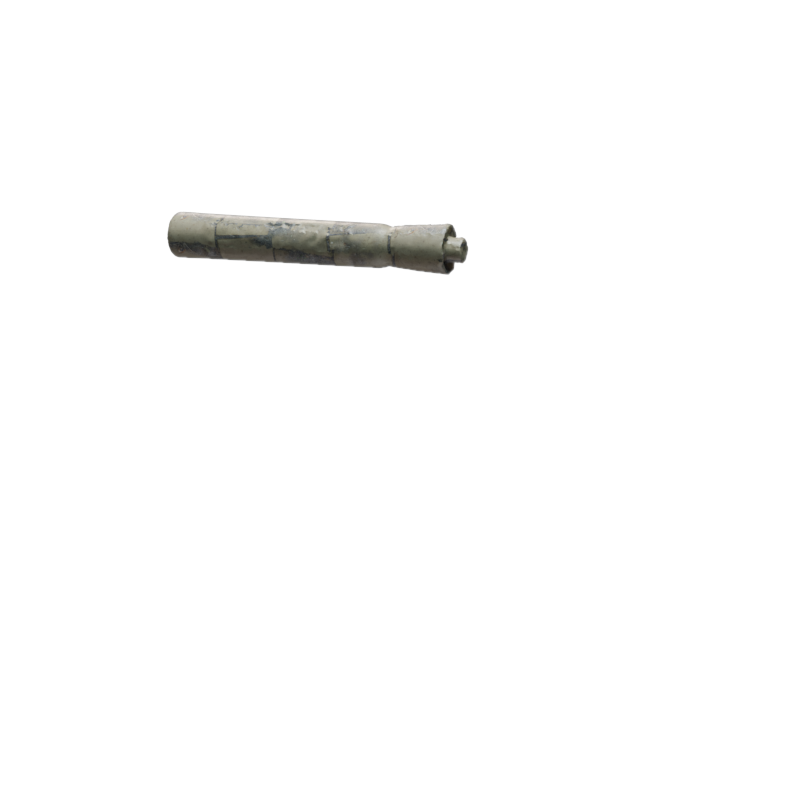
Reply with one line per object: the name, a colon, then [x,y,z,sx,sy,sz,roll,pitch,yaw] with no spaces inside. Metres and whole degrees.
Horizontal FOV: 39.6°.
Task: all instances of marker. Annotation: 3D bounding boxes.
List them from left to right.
marker: [-0.034,-0.061,0.429,0.125,0.020,0.019,7,6,23]
